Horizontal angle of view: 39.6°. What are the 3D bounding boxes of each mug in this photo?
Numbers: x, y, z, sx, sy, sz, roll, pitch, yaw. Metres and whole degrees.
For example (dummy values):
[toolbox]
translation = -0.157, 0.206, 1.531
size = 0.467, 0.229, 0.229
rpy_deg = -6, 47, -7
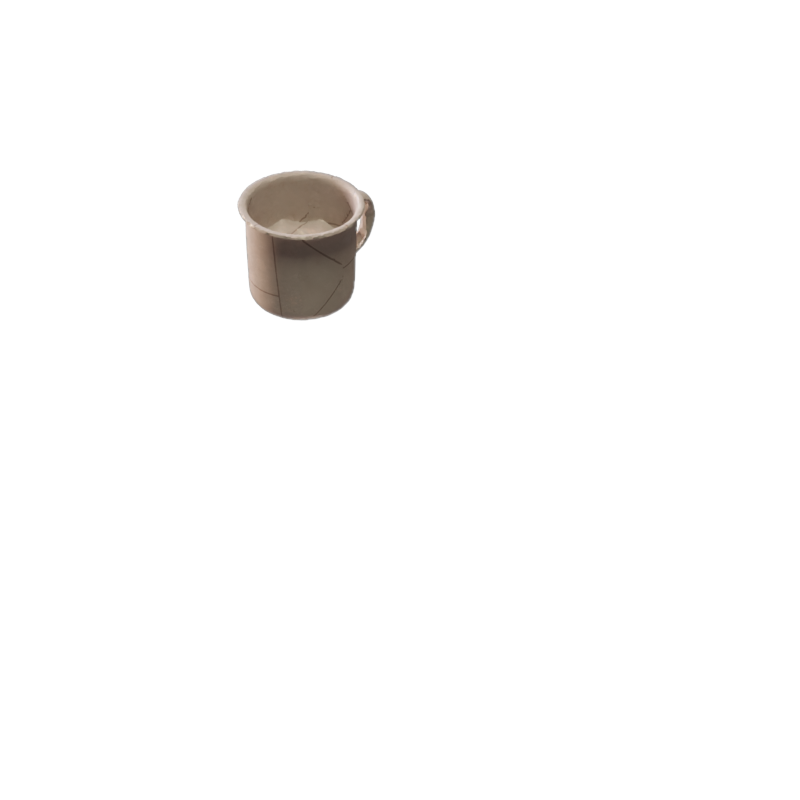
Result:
[mug]
translation = -0.066, -0.120, 0.839
size = 0.117, 0.076, 0.100
rpy_deg = -31, 49, -34
